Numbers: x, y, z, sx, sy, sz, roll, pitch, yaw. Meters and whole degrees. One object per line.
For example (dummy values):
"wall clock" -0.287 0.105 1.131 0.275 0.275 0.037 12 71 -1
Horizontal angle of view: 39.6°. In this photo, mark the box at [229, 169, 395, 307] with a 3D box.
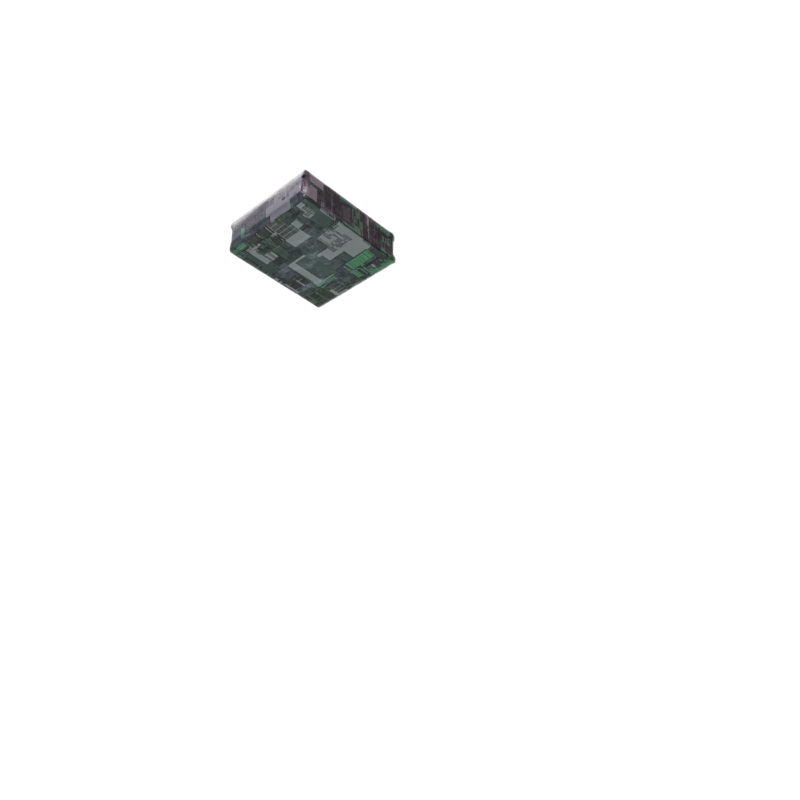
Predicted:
"box" -0.059 -0.107 0.750 0.073 0.032 0.084 -31 -47 33
